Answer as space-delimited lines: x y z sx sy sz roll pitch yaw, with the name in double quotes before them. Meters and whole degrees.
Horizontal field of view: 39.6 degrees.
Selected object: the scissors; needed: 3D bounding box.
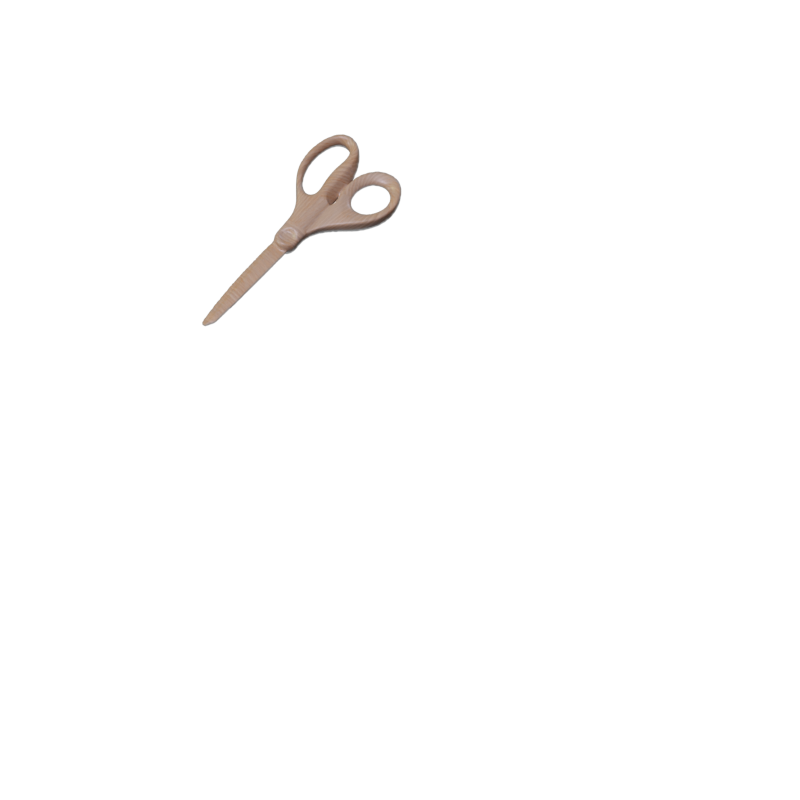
"scissors" -0.068 -0.125 0.875 0.098 0.209 0.015 20 -26 10
